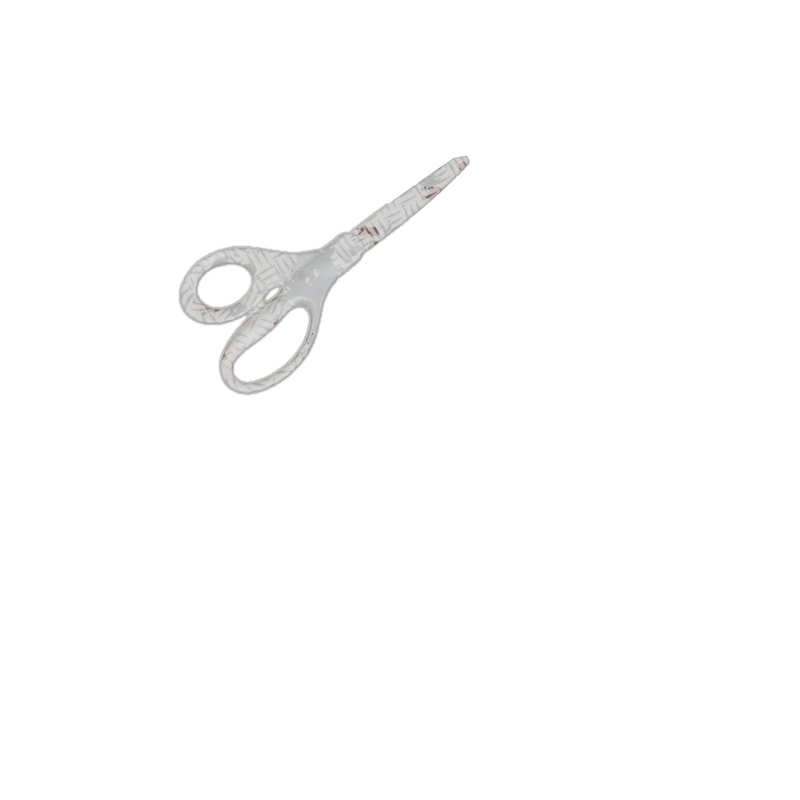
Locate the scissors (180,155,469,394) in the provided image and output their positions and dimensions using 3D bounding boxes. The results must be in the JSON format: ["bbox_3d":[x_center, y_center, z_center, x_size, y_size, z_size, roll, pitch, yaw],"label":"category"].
[{"bbox_3d":[-0.053,-0.096,0.673,0.098,0.205,0.015,34,-14,9],"label":"scissors"}]
